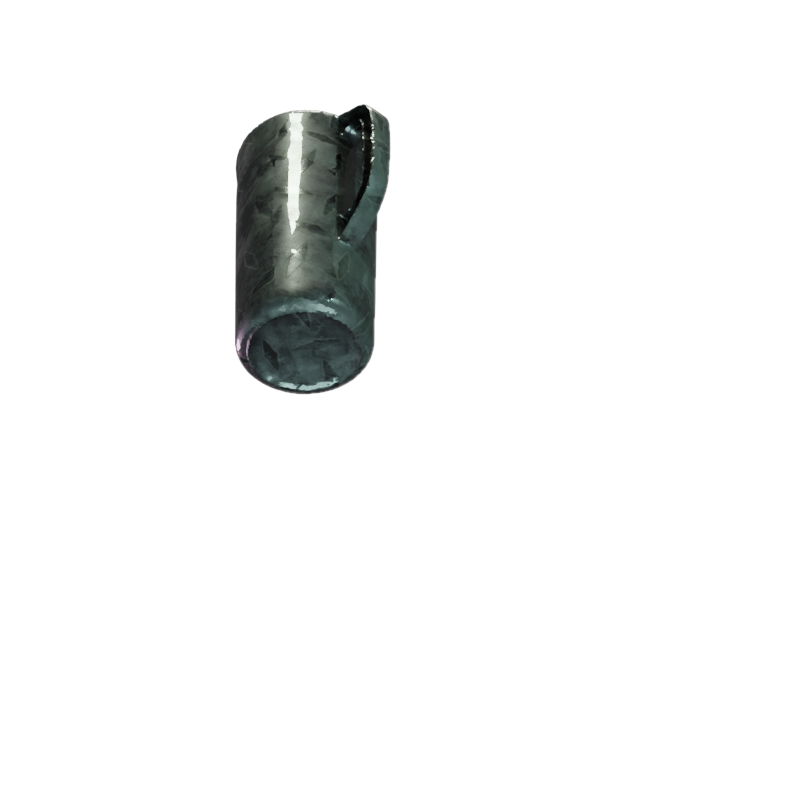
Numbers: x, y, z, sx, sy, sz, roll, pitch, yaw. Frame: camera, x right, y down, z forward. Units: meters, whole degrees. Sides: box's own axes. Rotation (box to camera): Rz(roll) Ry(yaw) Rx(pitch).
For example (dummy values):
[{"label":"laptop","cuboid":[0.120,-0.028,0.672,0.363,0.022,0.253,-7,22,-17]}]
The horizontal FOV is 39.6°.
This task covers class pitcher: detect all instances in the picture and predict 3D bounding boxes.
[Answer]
[{"label":"pitcher","cuboid":[-0.073,-0.133,0.931,0.145,0.138,0.261,-6,44,2]}]
